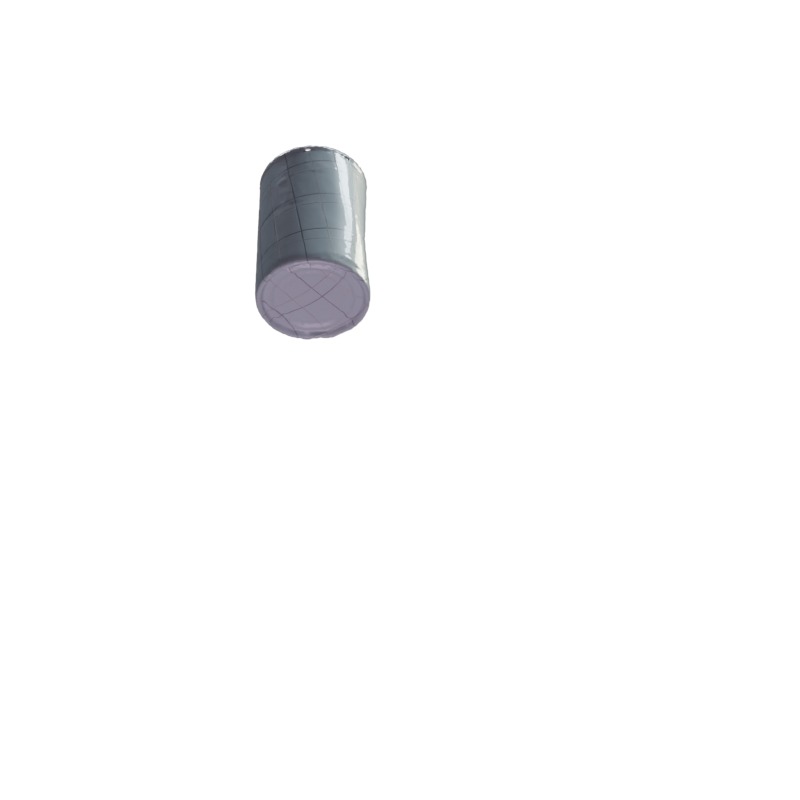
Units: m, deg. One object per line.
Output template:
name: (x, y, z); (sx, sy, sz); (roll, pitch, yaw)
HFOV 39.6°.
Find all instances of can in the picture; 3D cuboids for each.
can: (-0.052, -0.095, 0.665); (0.068, 0.110, 0.064); (-1, -43, -3)
